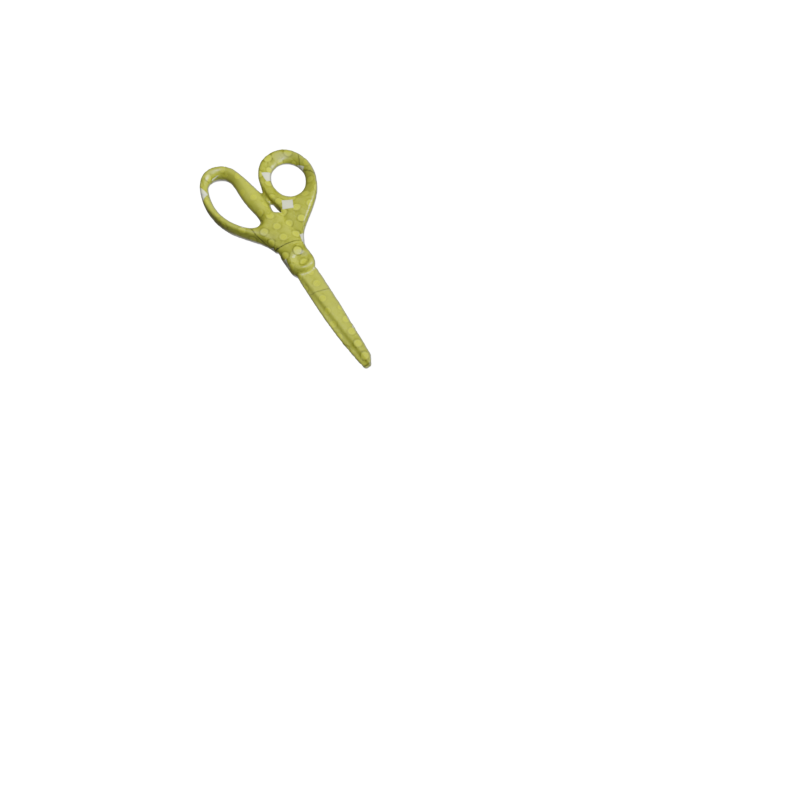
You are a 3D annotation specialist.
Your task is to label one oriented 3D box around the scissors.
[{"bbox_3d":[-0.063,-0.116,0.810,0.097,0.213,0.015,-40,-24,-22],"label":"scissors"}]
